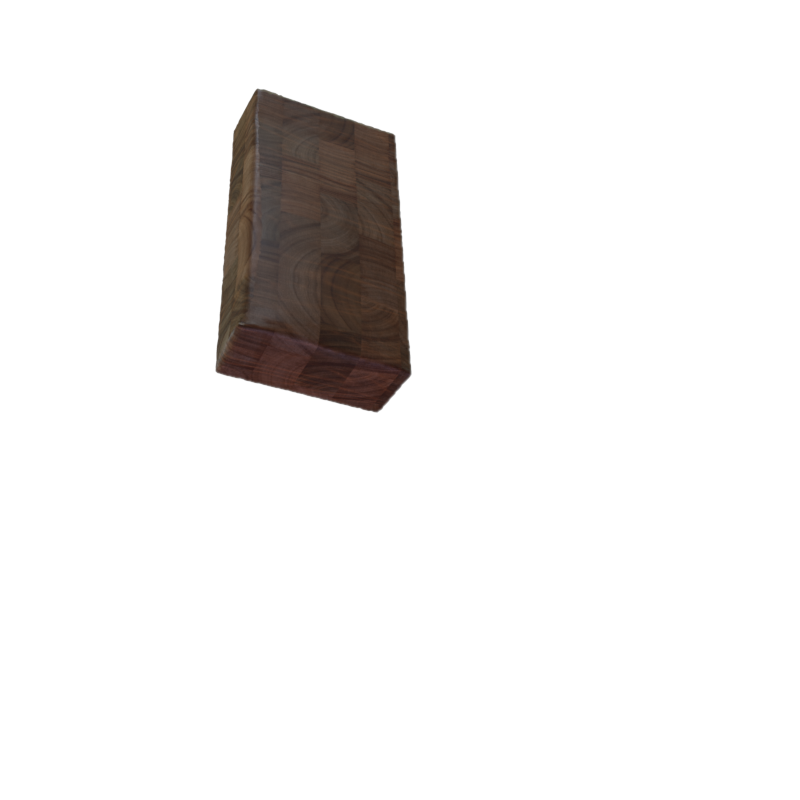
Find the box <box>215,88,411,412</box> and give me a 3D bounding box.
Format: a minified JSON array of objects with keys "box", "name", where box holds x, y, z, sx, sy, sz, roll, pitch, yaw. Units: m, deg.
[{"box":[-0.047,-0.086,0.603,0.090,0.189,0.046,15,-44,-19],"name":"box"}]
